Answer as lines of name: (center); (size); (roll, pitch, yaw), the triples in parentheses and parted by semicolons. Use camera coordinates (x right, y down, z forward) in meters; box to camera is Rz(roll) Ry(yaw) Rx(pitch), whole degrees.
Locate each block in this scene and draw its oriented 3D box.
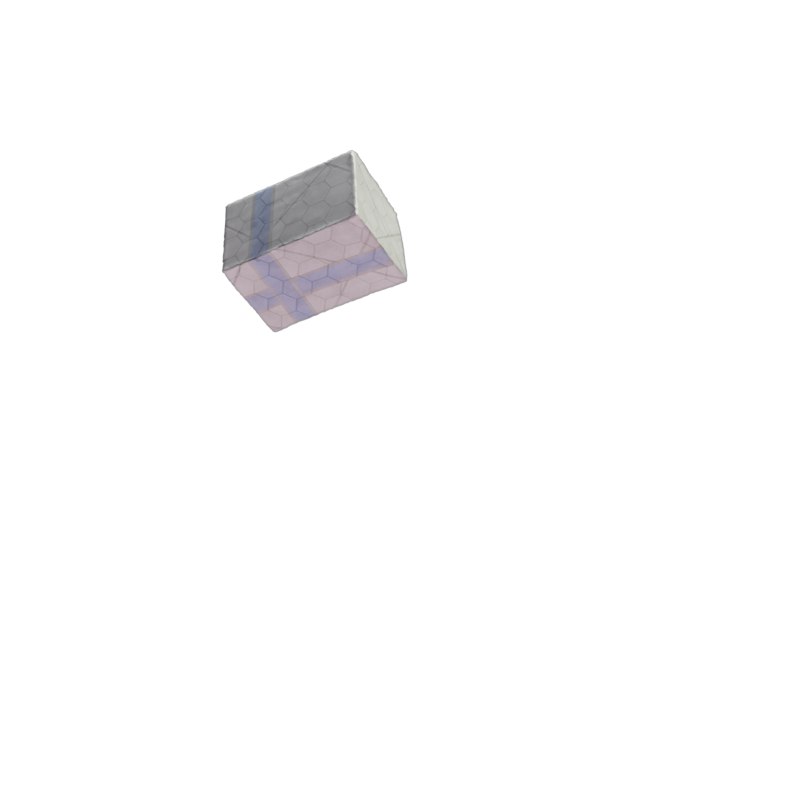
block: (-0.044, -0.079, 0.556); (0.078, 0.055, 0.049); (-20, -45, 19)
